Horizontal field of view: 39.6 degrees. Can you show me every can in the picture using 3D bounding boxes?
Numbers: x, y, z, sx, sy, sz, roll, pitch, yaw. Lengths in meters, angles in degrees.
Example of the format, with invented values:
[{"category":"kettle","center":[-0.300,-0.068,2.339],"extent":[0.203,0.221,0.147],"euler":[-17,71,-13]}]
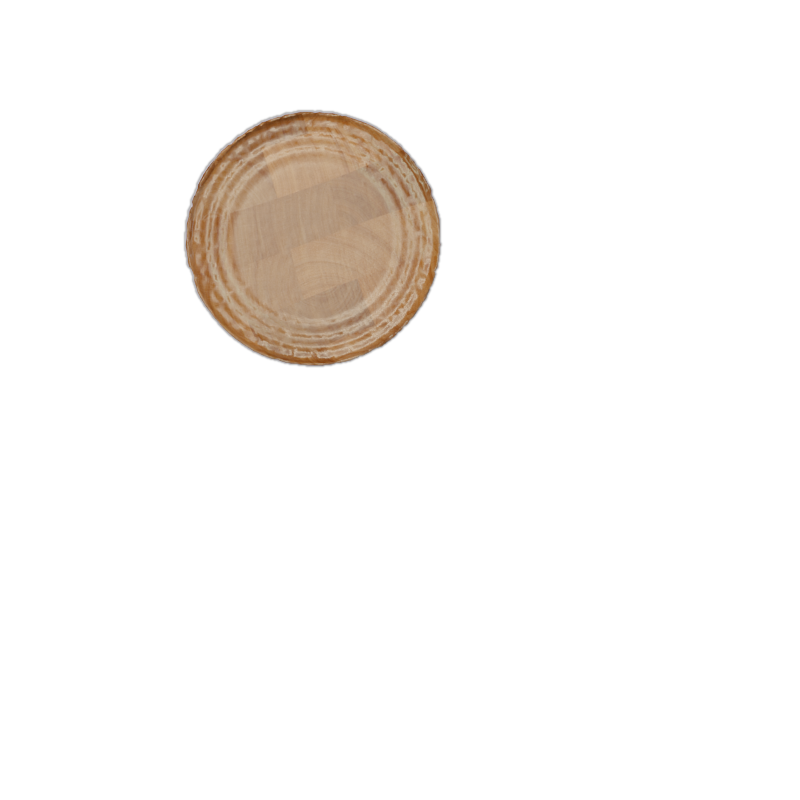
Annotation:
[{"category":"can","center":[-0.030,-0.055,0.387],"extent":[0.086,0.087,0.033],"euler":[0,-4,-1]}]
